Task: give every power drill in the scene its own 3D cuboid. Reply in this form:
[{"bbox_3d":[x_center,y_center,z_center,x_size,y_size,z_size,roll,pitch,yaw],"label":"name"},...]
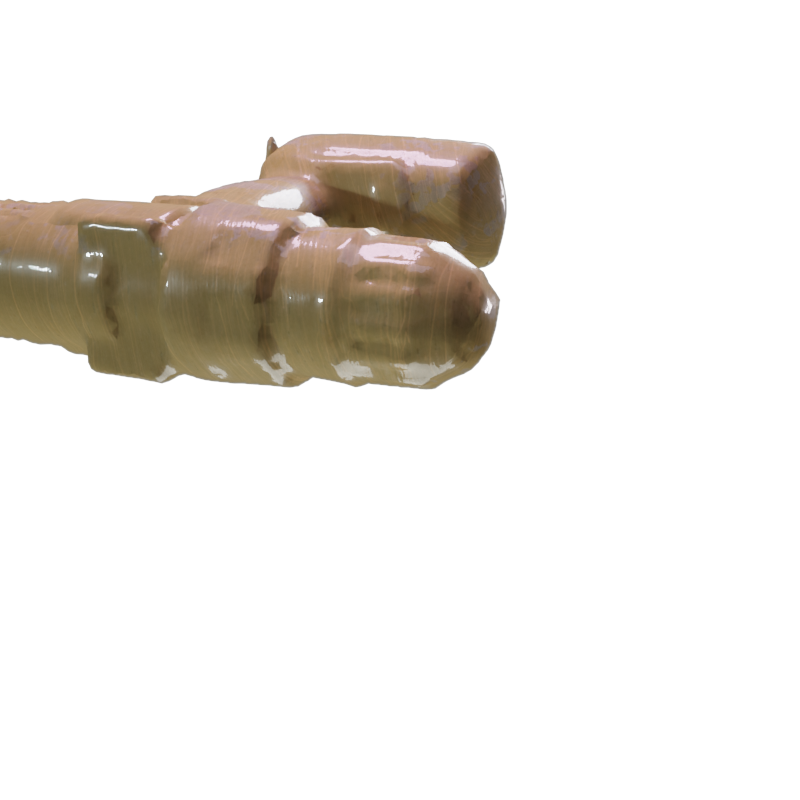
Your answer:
[{"bbox_3d":[-0.030,-0.055,0.385,0.192,0.055,0.187,10,20,26],"label":"power drill"}]
